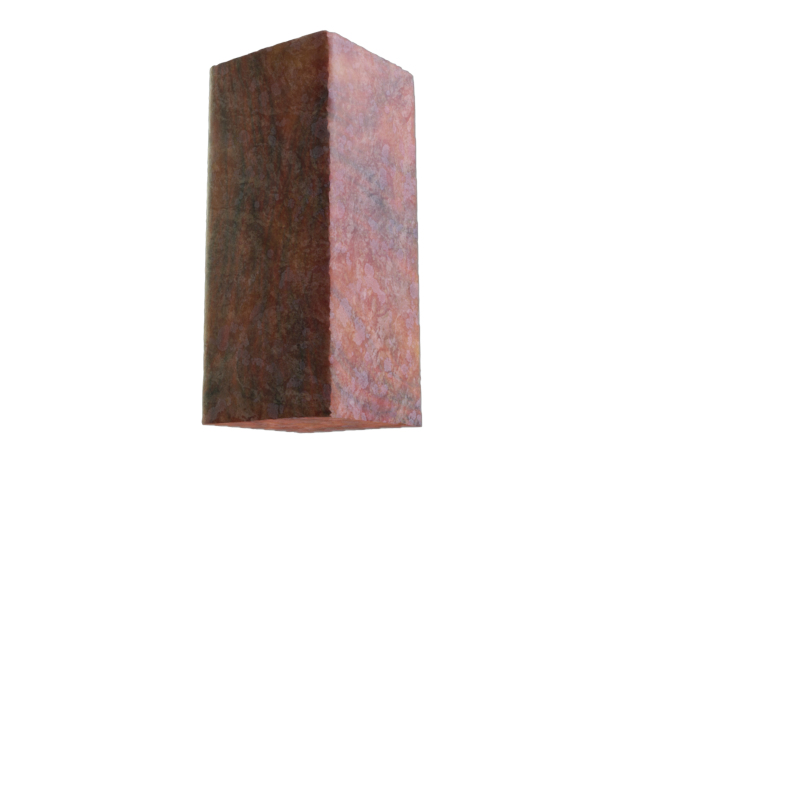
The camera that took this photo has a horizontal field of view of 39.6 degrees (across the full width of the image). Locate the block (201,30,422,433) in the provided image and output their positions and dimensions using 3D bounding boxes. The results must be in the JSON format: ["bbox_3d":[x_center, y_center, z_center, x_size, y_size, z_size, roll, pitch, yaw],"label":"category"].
[{"bbox_3d":[-0.049,-0.090,0.626,0.092,0.213,0.086,-9,-15,35],"label":"block"}]
